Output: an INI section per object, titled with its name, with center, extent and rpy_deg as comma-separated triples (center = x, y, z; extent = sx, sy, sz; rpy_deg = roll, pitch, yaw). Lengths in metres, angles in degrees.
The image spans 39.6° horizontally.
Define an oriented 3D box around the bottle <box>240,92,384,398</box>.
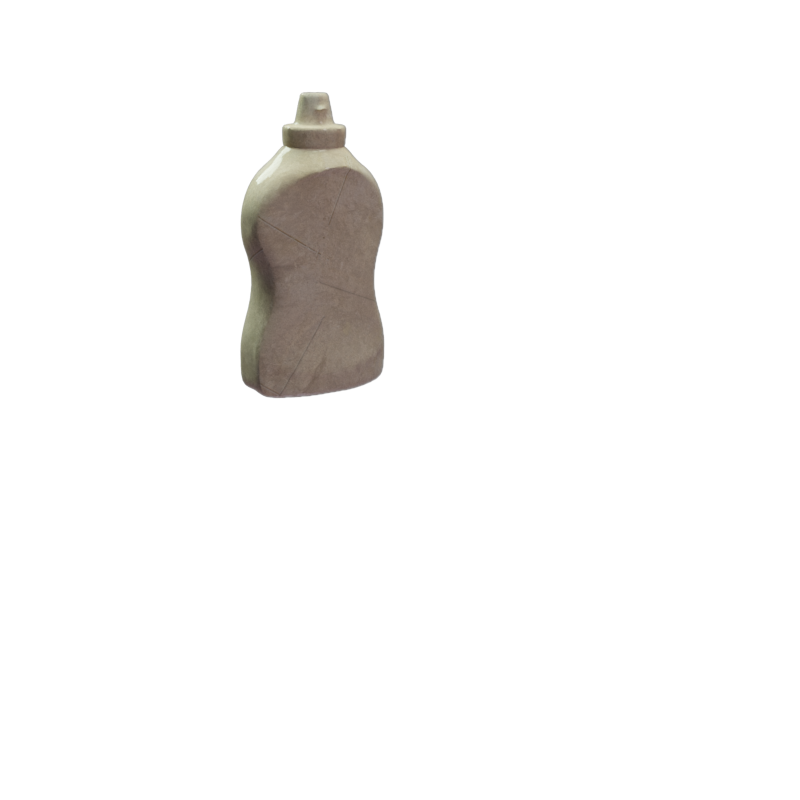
[bottle]
center = -0.056, -0.102, 0.718
extent = 0.093, 0.187, 0.061
rpy_deg = -6, 13, -29
